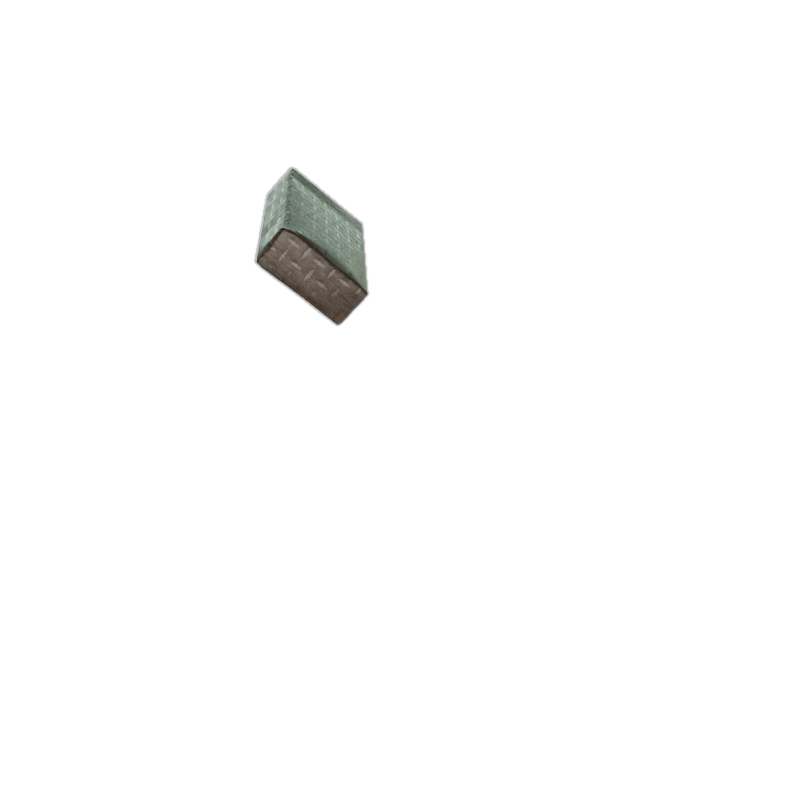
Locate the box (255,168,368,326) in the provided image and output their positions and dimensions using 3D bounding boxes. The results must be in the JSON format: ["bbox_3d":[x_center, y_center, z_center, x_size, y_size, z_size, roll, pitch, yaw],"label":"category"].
[{"bbox_3d":[-0.077,-0.141,0.988,0.090,0.047,0.185,37,17,-17],"label":"box"}]
